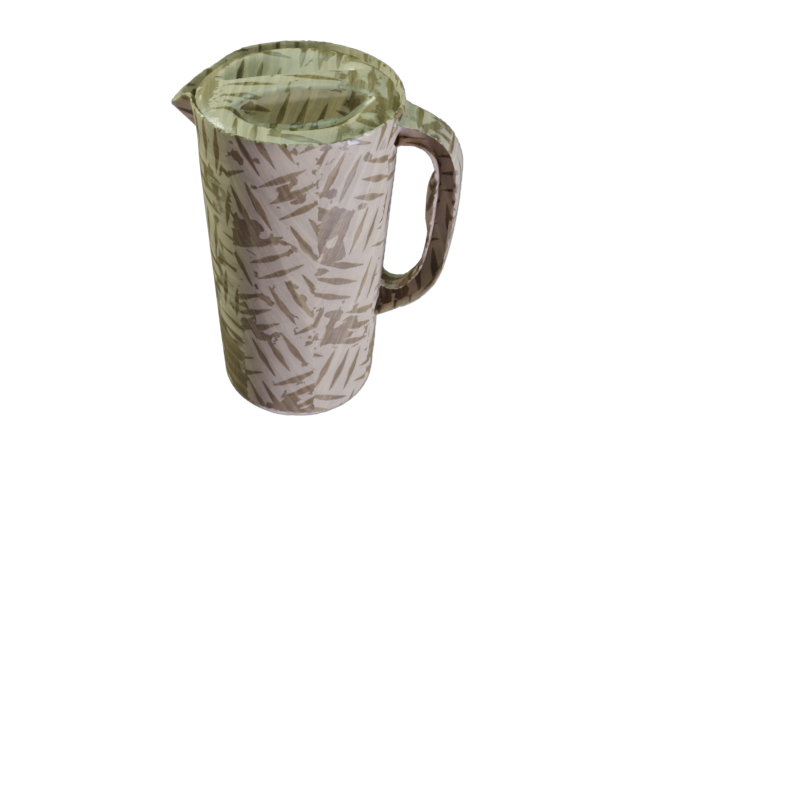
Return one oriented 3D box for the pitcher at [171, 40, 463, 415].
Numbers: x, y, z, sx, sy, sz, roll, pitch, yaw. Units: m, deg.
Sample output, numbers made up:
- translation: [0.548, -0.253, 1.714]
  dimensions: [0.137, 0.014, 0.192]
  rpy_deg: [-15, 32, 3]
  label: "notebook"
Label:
- translation: [-0.058, -0.106, 0.746]
  dimensions: [0.143, 0.227, 0.161]
  rpy_deg: [-20, 45, -25]
  label: "pitcher"
